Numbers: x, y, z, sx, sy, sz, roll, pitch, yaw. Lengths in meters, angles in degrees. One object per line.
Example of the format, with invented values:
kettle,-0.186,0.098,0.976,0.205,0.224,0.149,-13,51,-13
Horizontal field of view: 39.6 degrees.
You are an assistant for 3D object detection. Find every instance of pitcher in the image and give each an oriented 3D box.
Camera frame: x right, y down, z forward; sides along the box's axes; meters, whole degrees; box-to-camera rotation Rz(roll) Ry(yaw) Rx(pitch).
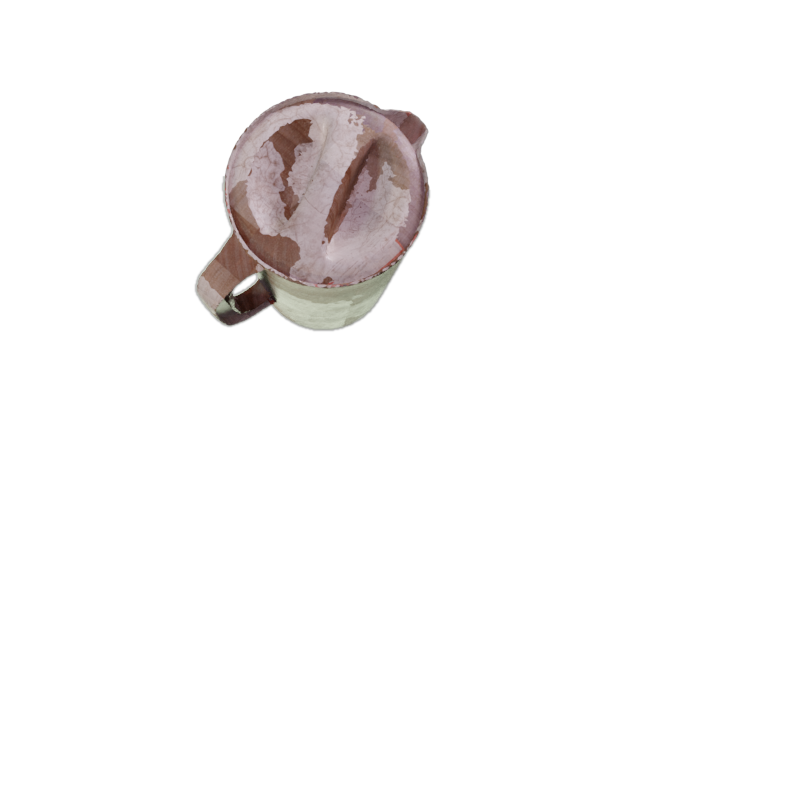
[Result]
pitcher,-0.065,-0.118,0.824,0.149,0.149,0.237,4,-10,-3
